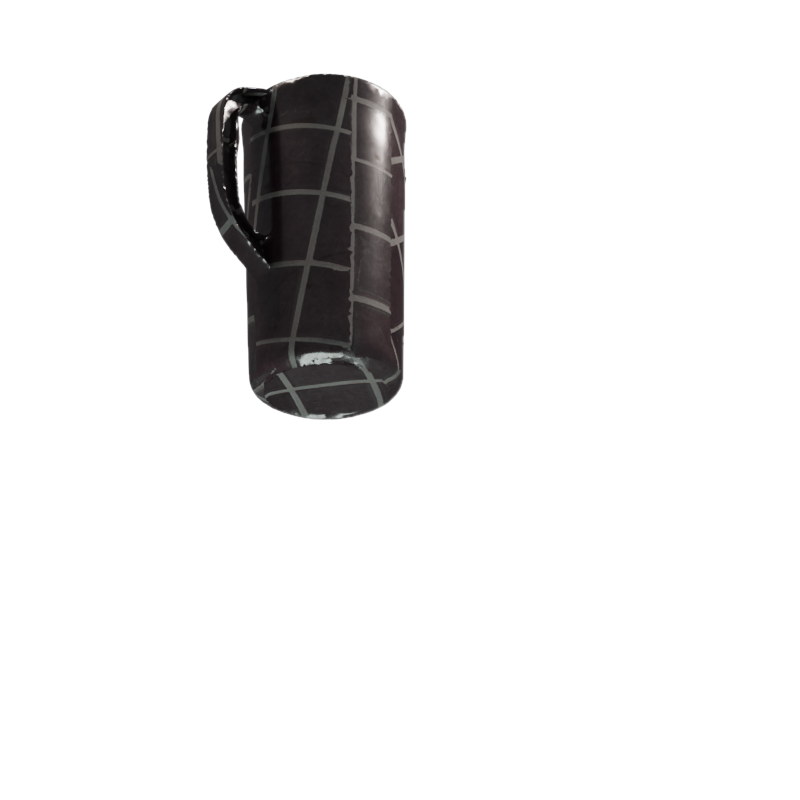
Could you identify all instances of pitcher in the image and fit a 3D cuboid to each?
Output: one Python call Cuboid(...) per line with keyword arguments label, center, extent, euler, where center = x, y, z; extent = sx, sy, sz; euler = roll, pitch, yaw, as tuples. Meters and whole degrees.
Cuboid(label="pitcher", center=(-0.065, -0.118, 0.828), extent=(0.149, 0.259, 0.135), euler=(-3, -31, 1))
